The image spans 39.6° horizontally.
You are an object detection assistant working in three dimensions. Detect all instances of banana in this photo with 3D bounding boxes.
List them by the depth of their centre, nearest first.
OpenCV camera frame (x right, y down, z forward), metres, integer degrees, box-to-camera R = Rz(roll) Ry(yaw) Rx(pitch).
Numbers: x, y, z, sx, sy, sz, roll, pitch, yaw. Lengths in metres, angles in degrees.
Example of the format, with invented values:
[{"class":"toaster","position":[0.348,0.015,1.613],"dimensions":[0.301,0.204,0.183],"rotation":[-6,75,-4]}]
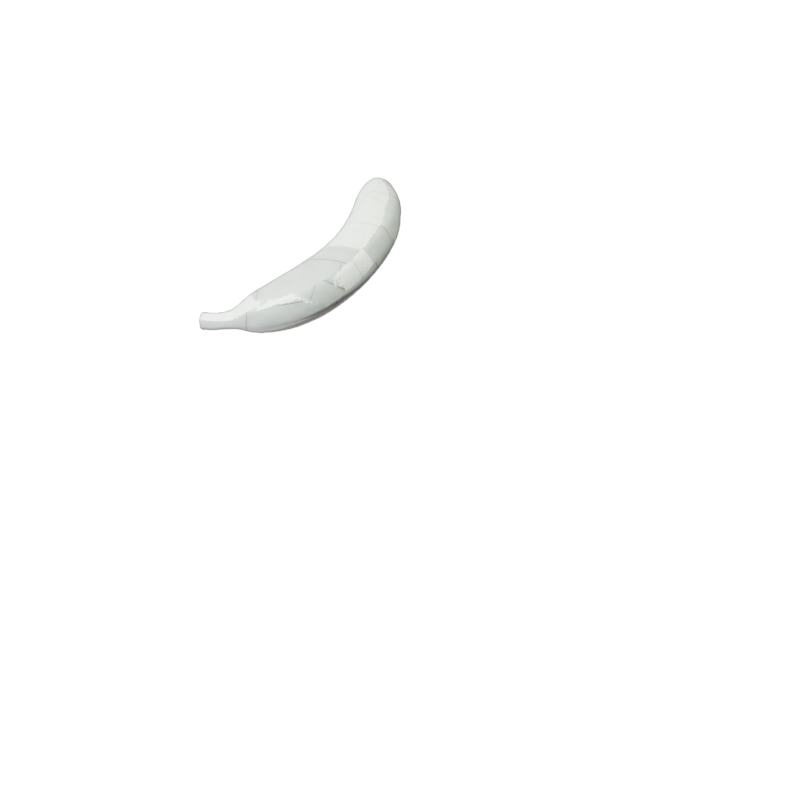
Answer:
[{"class":"banana","position":[-0.046,-0.098,0.744],"dimensions":[0.073,0.034,0.201],"rotation":[24,46,25]}]
